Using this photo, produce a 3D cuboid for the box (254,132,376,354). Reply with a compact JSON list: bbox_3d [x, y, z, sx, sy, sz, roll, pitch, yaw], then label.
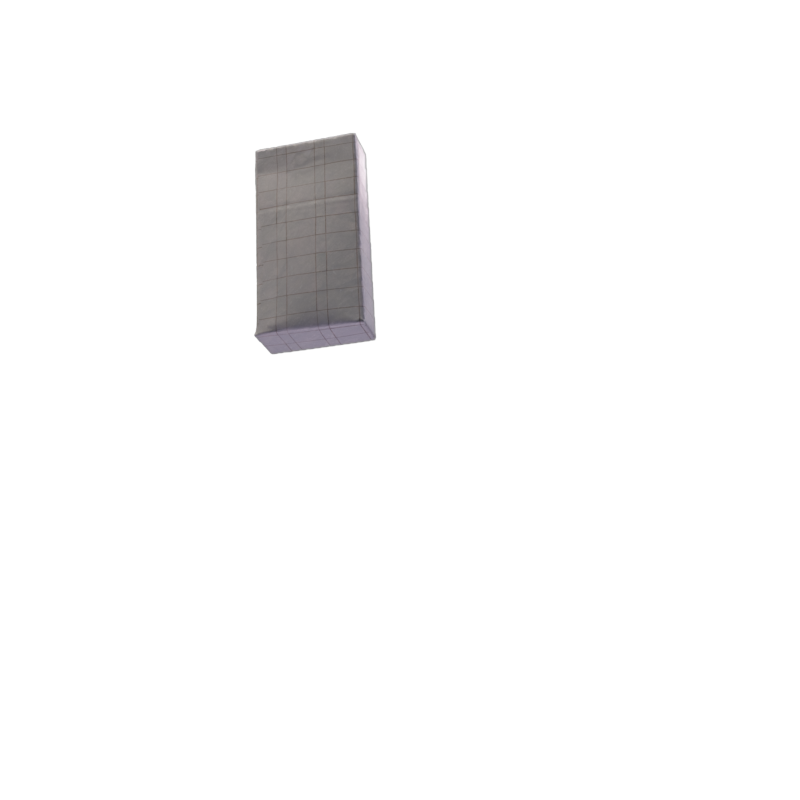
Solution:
[{"bbox_3d":[-0.072,-0.132,0.922,0.094,0.187,0.045,-8,-28,13],"label":"box"}]
